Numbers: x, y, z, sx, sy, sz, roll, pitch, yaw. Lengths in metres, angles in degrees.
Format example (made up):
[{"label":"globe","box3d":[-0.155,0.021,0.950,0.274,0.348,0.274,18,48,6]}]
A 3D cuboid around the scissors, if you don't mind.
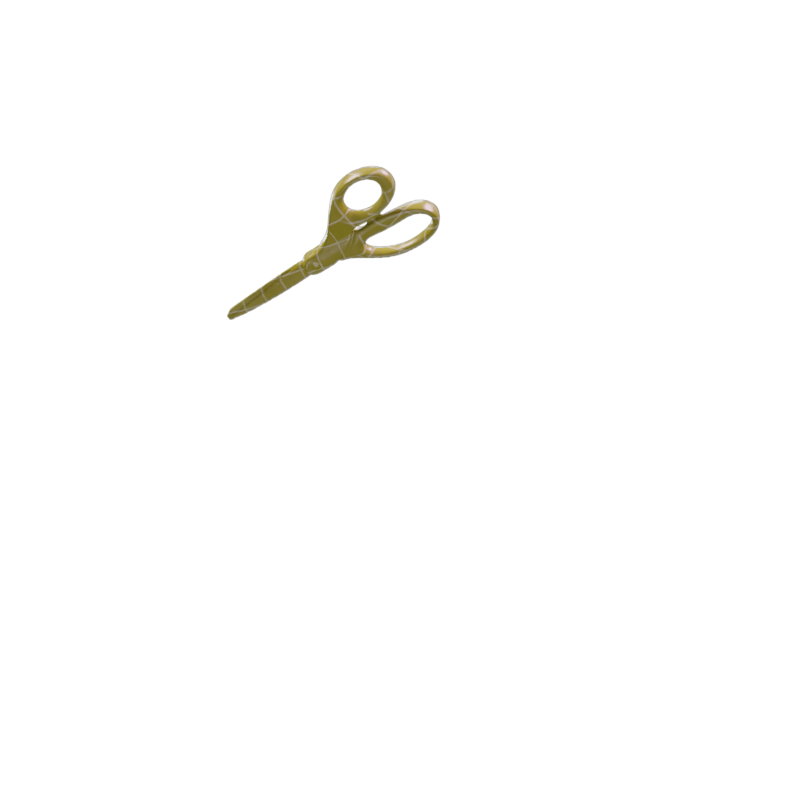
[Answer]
[{"label":"scissors","box3d":[-0.069,-0.126,0.880,0.203,0.017,0.089,-17,-49,16]}]
